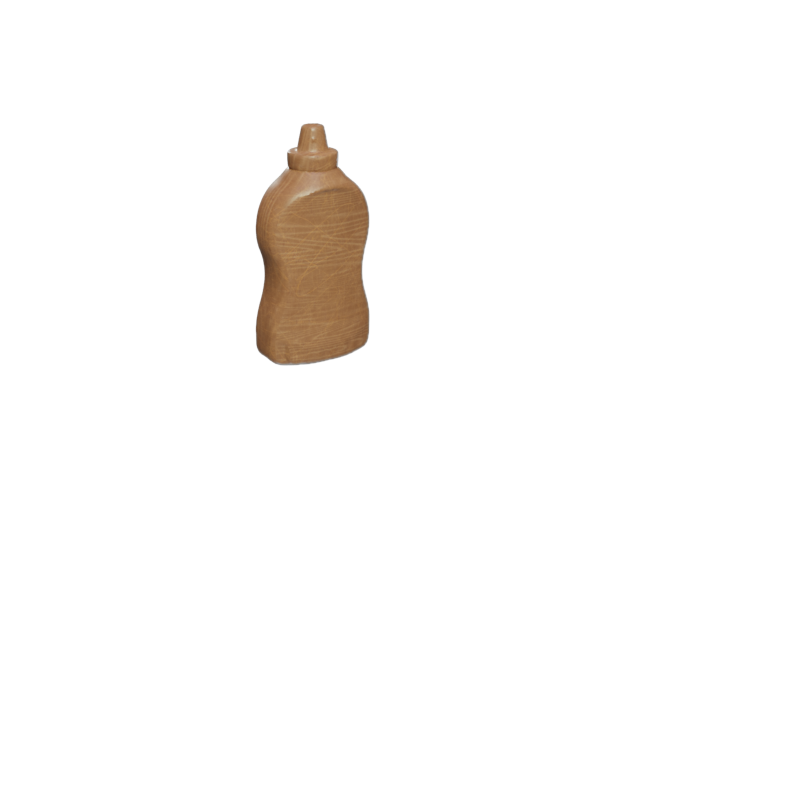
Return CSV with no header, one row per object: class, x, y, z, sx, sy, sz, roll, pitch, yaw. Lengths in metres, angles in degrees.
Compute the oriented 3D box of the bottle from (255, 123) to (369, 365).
bottle,-0.071,-0.129,0.901,0.094,0.184,0.062,-10,21,-29
